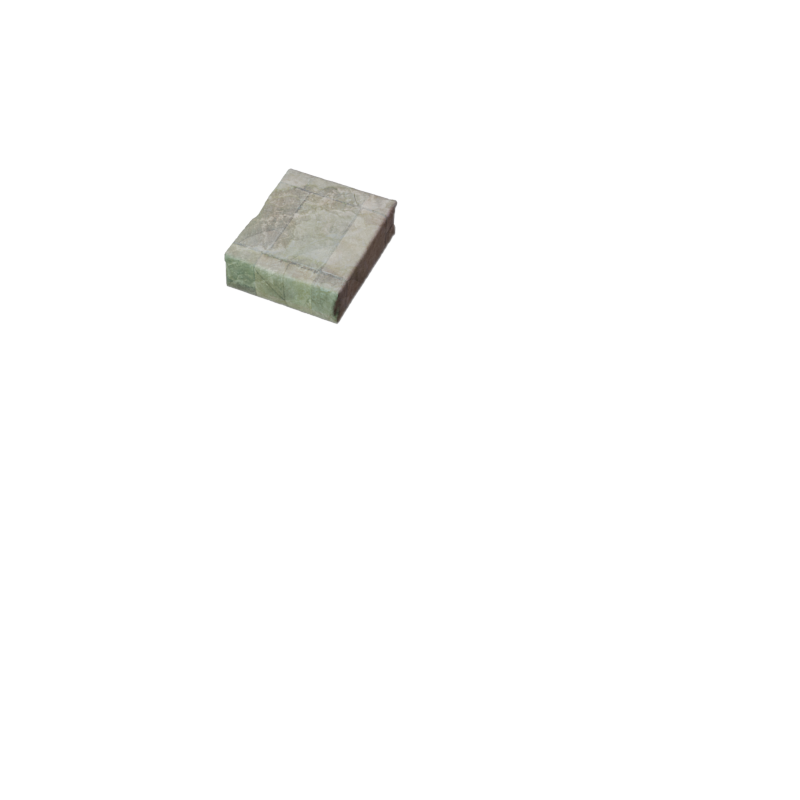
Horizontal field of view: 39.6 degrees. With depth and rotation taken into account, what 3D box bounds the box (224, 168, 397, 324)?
[{"bbox_3d":[-0.051,-0.094,0.656,0.076,0.093,0.028,18,-40,15],"label":"box"}]
